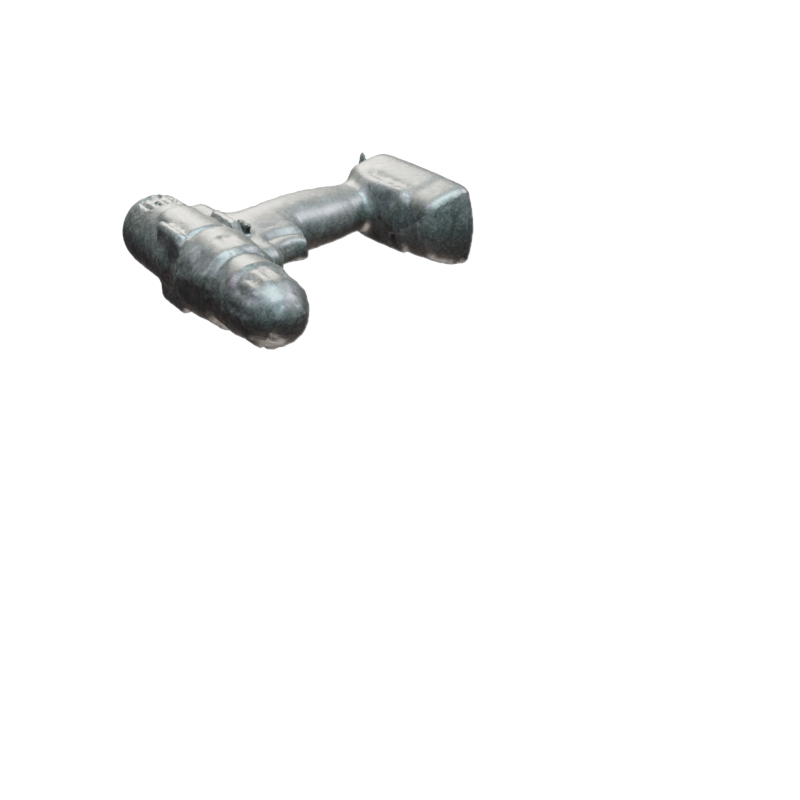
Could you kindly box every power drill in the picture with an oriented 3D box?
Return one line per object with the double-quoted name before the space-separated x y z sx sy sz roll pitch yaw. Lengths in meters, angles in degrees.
"power drill" -0.052 -0.094 0.660 0.184 0.054 0.198 -17 32 -29
